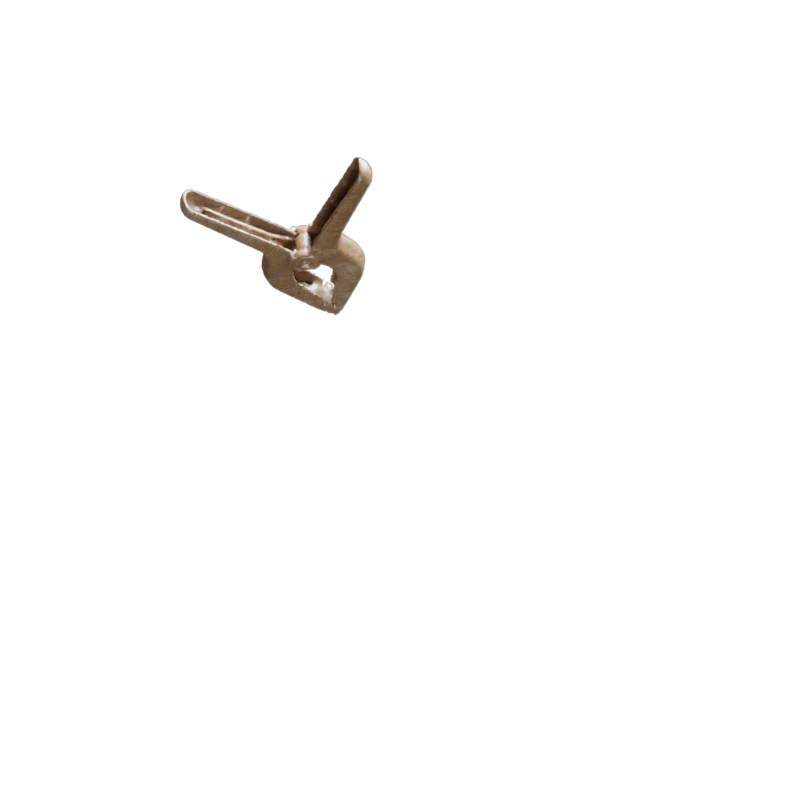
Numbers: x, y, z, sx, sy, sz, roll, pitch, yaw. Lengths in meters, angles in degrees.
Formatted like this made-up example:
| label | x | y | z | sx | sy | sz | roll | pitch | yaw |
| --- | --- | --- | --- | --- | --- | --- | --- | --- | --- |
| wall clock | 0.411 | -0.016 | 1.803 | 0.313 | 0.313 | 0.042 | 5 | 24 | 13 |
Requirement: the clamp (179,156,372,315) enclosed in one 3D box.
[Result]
| label | x | y | z | sx | sy | sz | roll | pitch | yaw |
| --- | --- | --- | --- | --- | --- | --- | --- | --- | --- |
| clamp | -0.077 | -0.140 | 0.982 | 0.167 | 0.039 | 0.194 | -10 | -30 | 18 |
